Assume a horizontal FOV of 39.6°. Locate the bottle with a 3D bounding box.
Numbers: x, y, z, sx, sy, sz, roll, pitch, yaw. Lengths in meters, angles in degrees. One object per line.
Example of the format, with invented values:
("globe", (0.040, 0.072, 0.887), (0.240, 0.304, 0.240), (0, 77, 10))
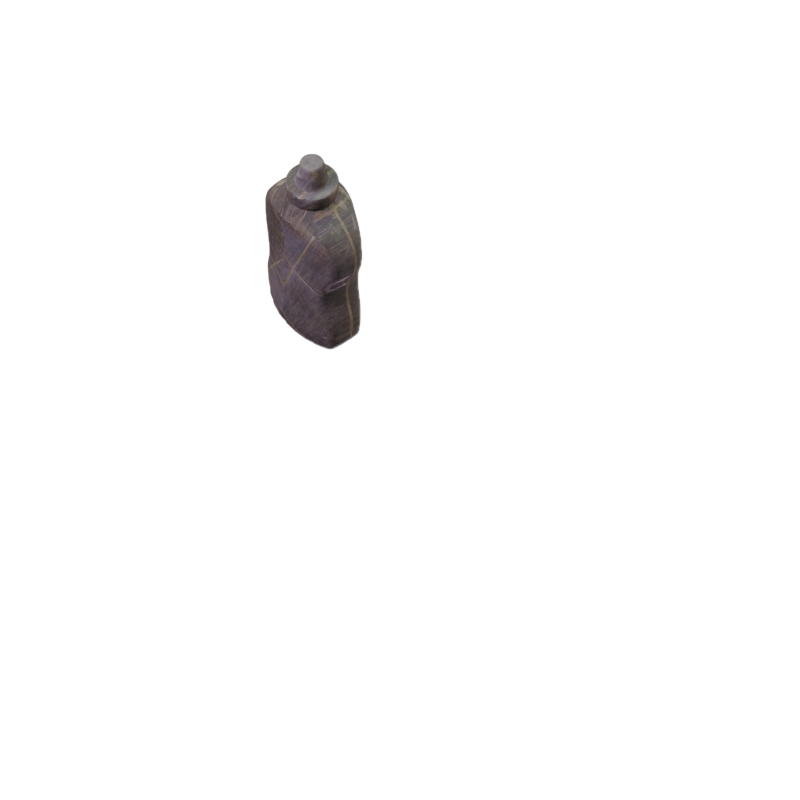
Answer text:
("bottle", (-0.071, -0.128, 0.898), (0.058, 0.103, 0.179), (-30, -28, -21))
